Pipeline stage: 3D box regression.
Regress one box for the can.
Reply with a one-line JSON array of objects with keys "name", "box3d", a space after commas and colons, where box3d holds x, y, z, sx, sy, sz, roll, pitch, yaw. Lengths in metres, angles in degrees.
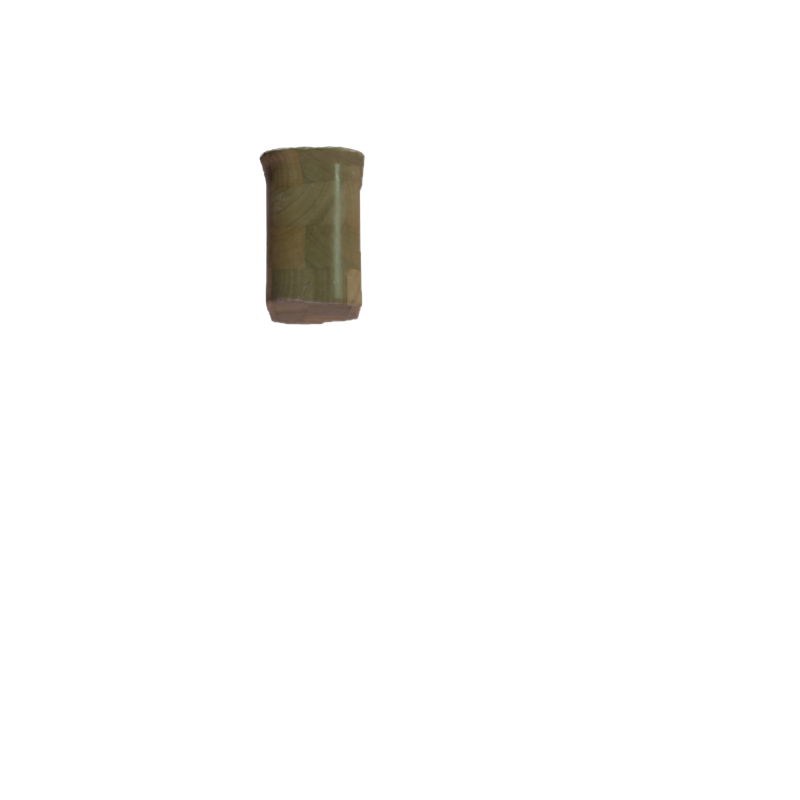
[{"name": "can", "box3d": [-0.049, -0.089, 0.626, 0.057, 0.086, 0.100, 0, -6, -2]}]
